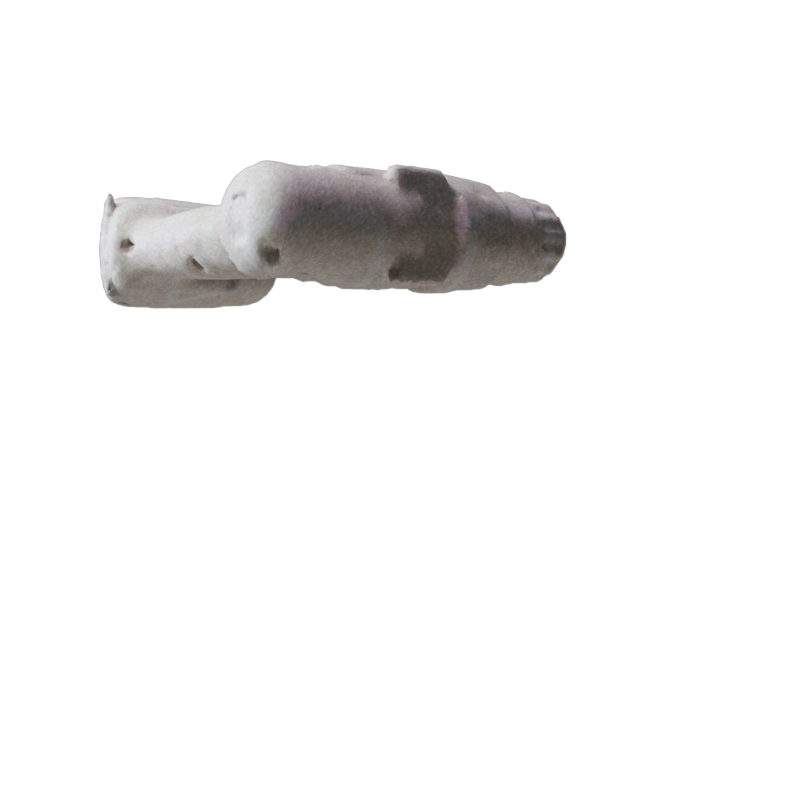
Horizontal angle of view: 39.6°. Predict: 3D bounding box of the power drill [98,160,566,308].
[{"bbox_3d":[-0.041,-0.075,0.525,0.177,0.058,0.194,0,0,-42],"label":"power drill"}]
